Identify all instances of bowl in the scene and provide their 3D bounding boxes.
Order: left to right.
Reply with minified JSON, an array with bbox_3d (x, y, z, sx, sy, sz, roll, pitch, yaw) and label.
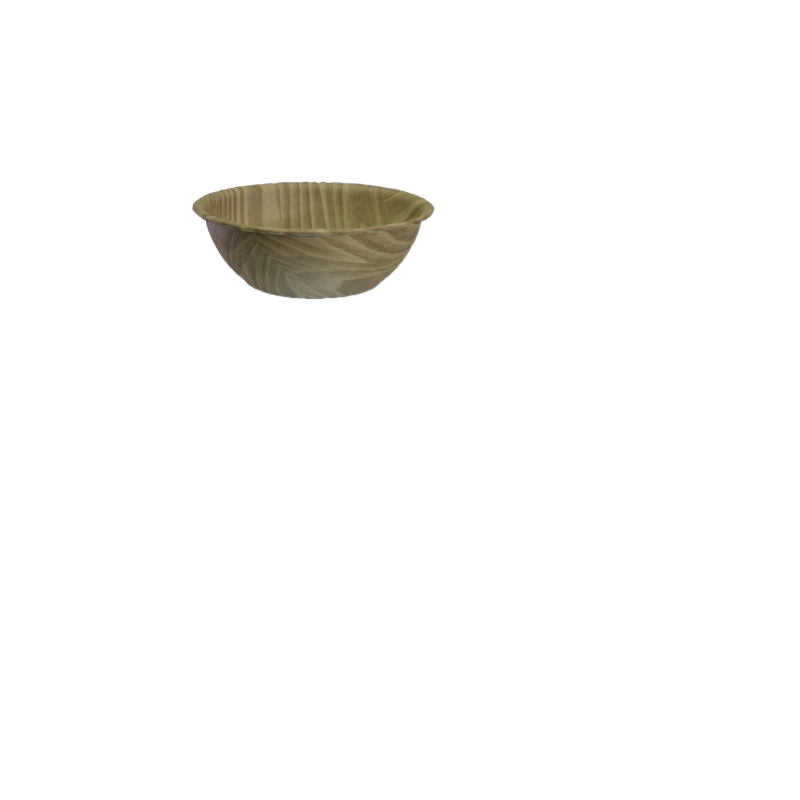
[{"bbox_3d":[-0.059,-0.107,0.750,0.162,0.053,0.169,-1,21,-2],"label":"bowl"}]
